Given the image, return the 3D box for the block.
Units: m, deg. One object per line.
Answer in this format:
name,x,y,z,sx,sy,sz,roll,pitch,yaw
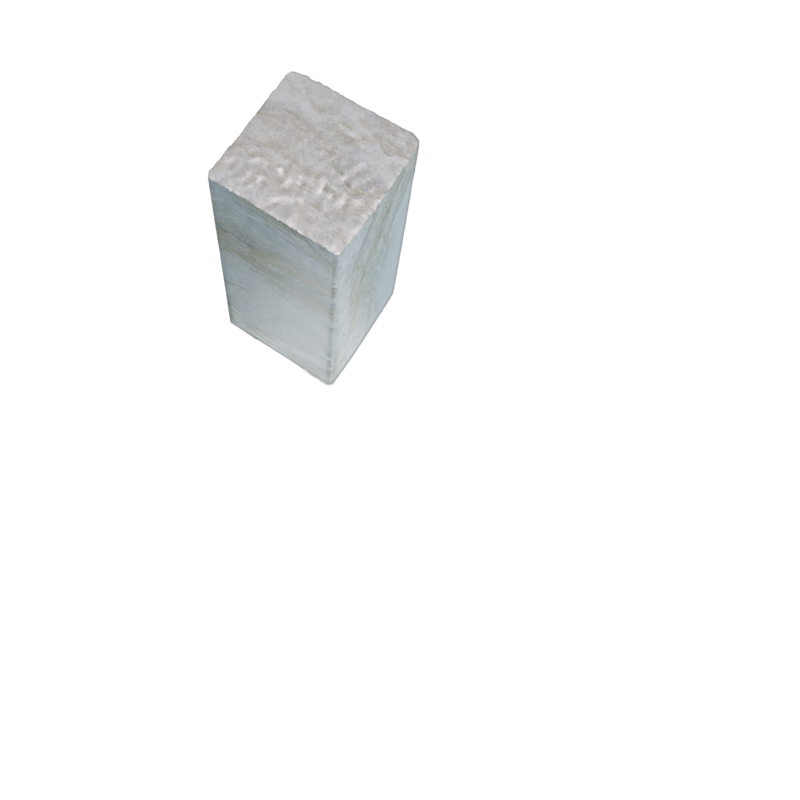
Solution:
block,-0.055,-0.101,0.706,0.093,0.092,0.196,31,-20,8
